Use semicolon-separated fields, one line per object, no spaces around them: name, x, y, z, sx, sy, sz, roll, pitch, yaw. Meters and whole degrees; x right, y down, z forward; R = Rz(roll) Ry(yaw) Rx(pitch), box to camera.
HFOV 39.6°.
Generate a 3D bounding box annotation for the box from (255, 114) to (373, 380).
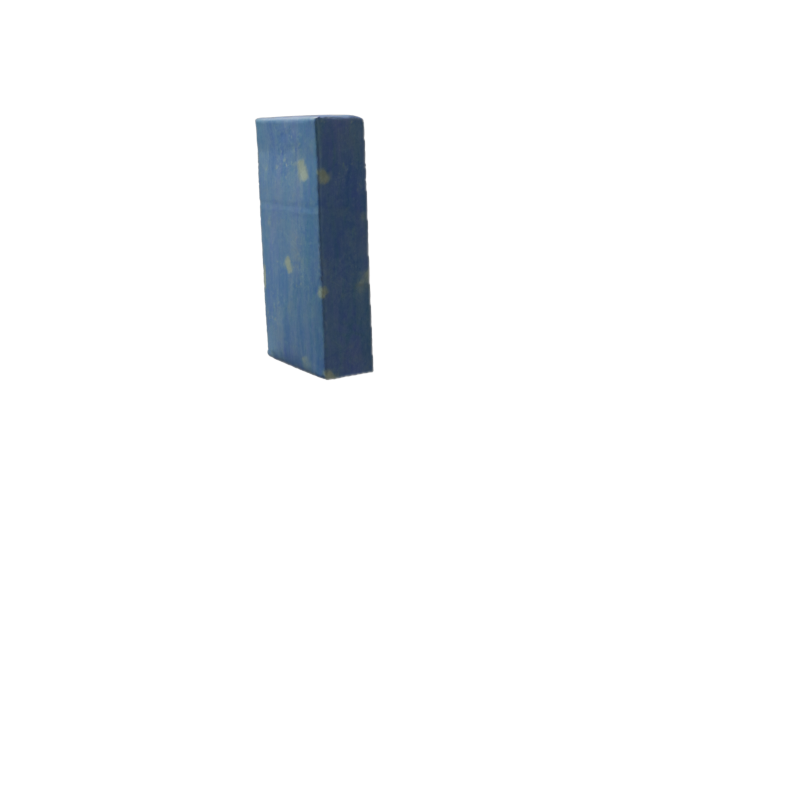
box;-0.060;-0.111;0.776;0.047;0.173;0.098;-4;9;-32
